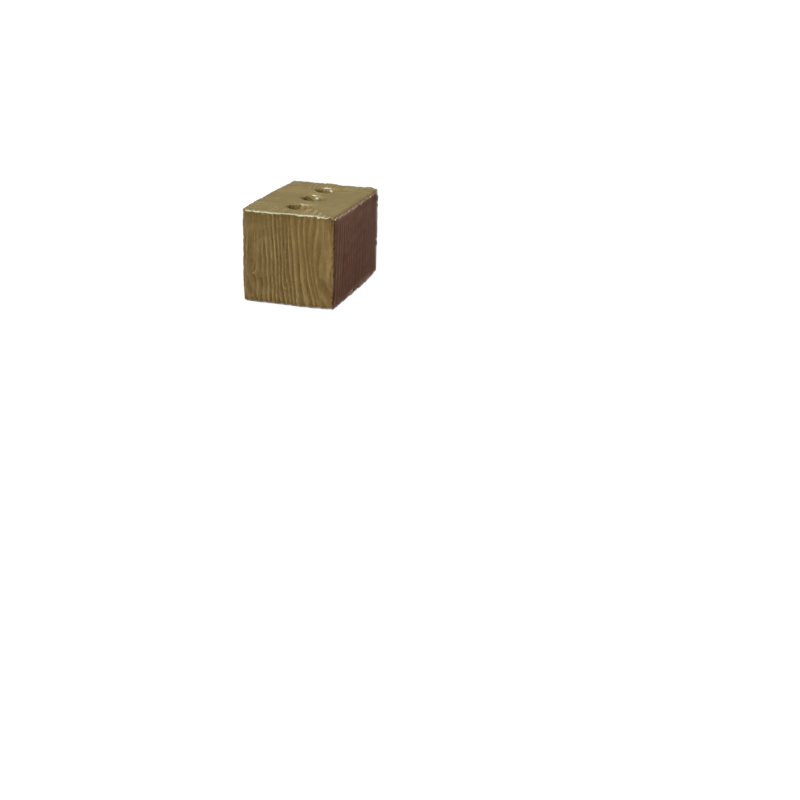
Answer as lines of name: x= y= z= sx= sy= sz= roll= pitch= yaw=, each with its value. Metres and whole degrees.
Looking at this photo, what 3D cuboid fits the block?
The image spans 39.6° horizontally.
block: x=-0.048 y=-0.087 z=0.609 sx=0.054 sy=0.049 sz=0.079 roll=6 pitch=21 yaw=15
